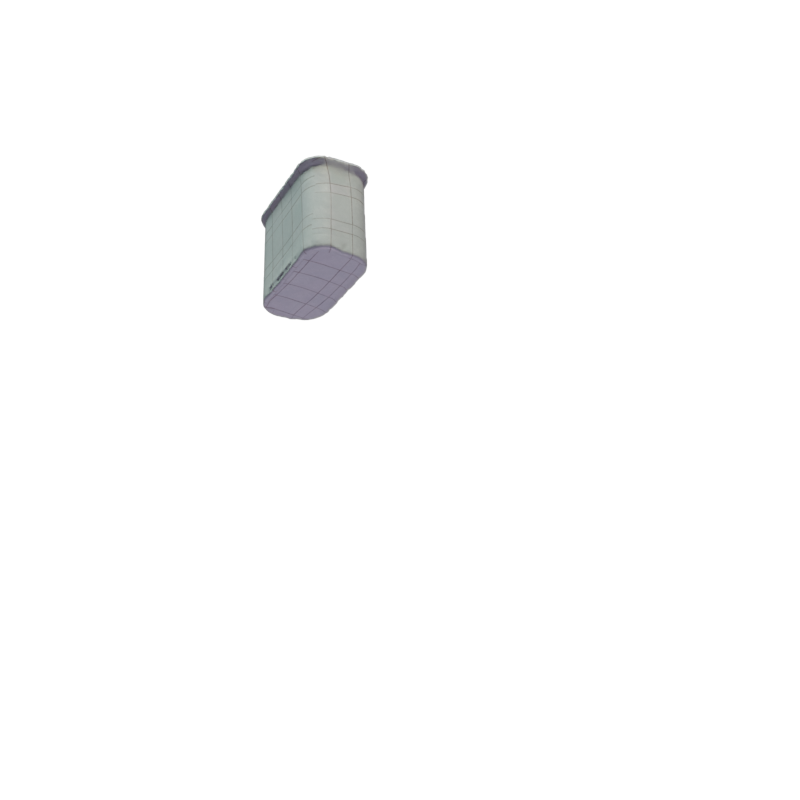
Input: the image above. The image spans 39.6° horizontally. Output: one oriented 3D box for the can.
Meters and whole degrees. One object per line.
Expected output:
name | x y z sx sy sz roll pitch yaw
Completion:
can | -0.065 -0.119 0.836 0.055 0.089 0.099 15 -36 -25
